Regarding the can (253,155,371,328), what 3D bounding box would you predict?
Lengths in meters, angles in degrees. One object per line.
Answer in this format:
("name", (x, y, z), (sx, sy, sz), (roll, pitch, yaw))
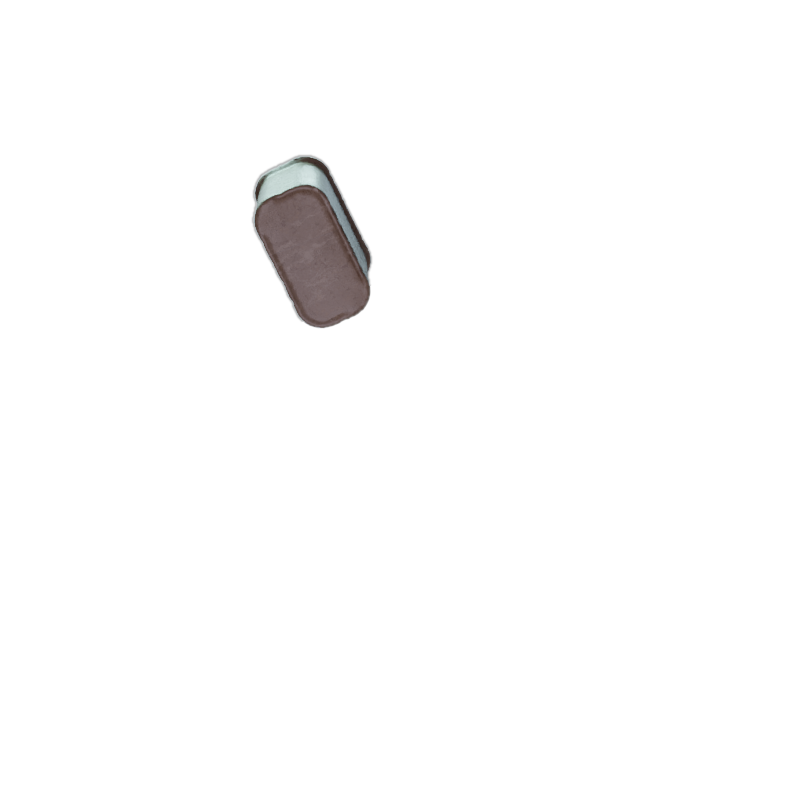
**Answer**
("can", (-0.059, -0.108, 0.755), (0.057, 0.098, 0.087), (-25, 17, 6))
